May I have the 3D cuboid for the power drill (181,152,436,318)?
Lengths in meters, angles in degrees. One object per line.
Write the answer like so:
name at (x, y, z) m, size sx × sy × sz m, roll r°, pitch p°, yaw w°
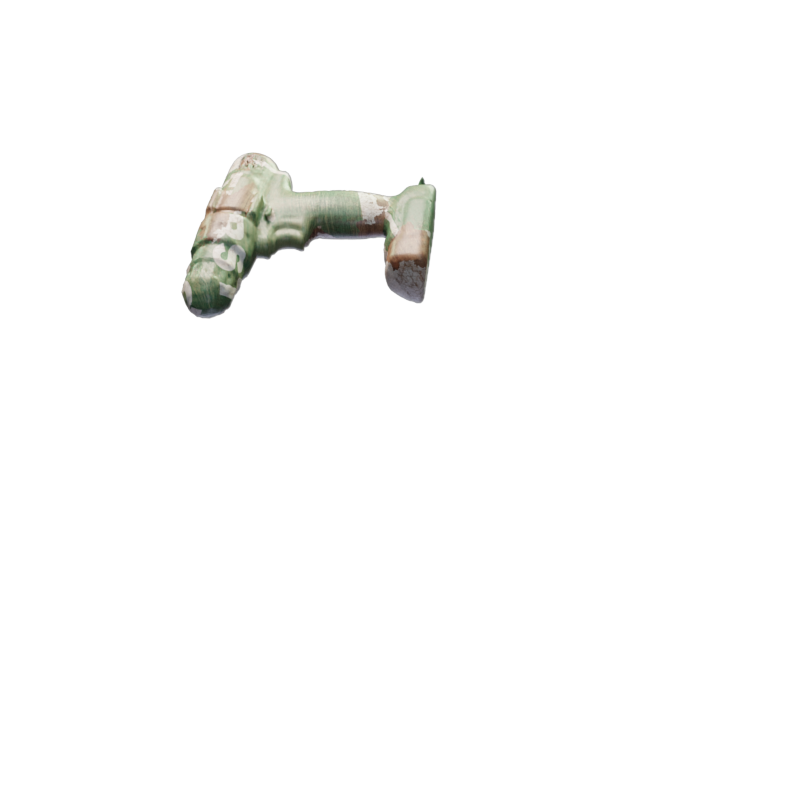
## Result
power drill at (-0.069, -0.127, 0.887) m, size 0.190 × 0.196 × 0.053 m, roll 7°, pitch -44°, yaw 6°
